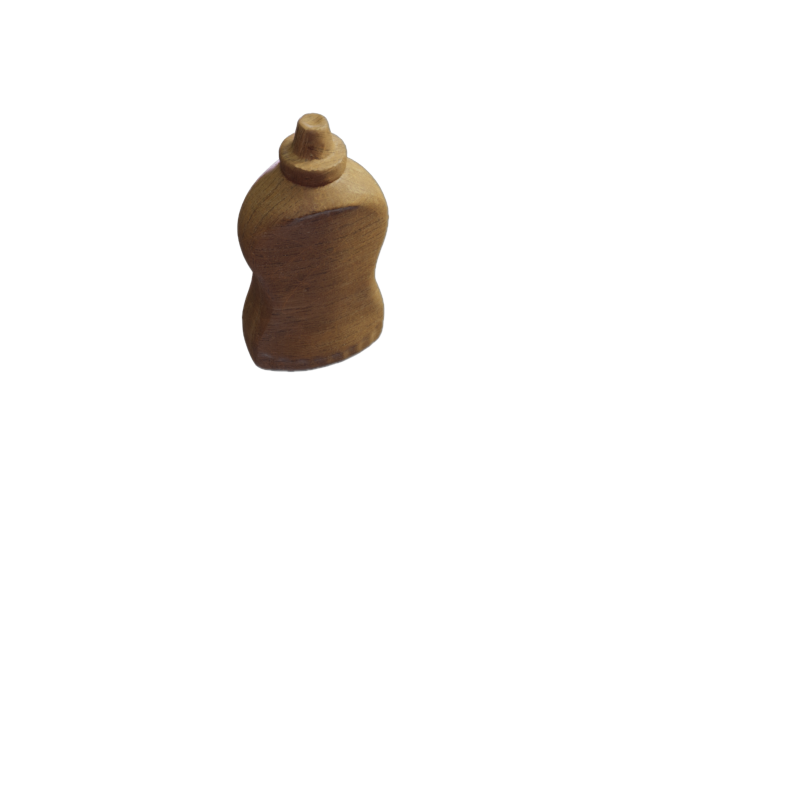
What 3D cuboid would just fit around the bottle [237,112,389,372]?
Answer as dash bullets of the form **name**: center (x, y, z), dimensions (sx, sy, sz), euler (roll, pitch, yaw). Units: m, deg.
- **bottle**: center (-0.056, -0.102, 0.709), dimensions (0.095, 0.063, 0.179), euler (-12, -40, -14)
